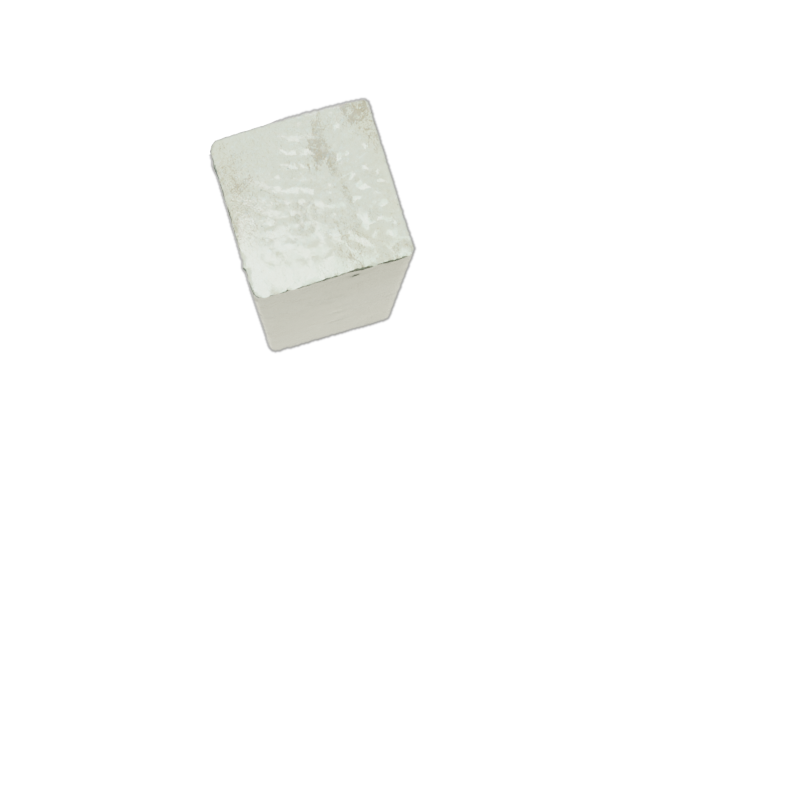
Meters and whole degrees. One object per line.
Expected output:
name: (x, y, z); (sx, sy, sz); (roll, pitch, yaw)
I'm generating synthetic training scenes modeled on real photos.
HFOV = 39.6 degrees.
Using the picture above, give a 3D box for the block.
block: (-0.053, -0.096, 0.674); (0.090, 0.093, 0.202); (-17, -5, -5)
